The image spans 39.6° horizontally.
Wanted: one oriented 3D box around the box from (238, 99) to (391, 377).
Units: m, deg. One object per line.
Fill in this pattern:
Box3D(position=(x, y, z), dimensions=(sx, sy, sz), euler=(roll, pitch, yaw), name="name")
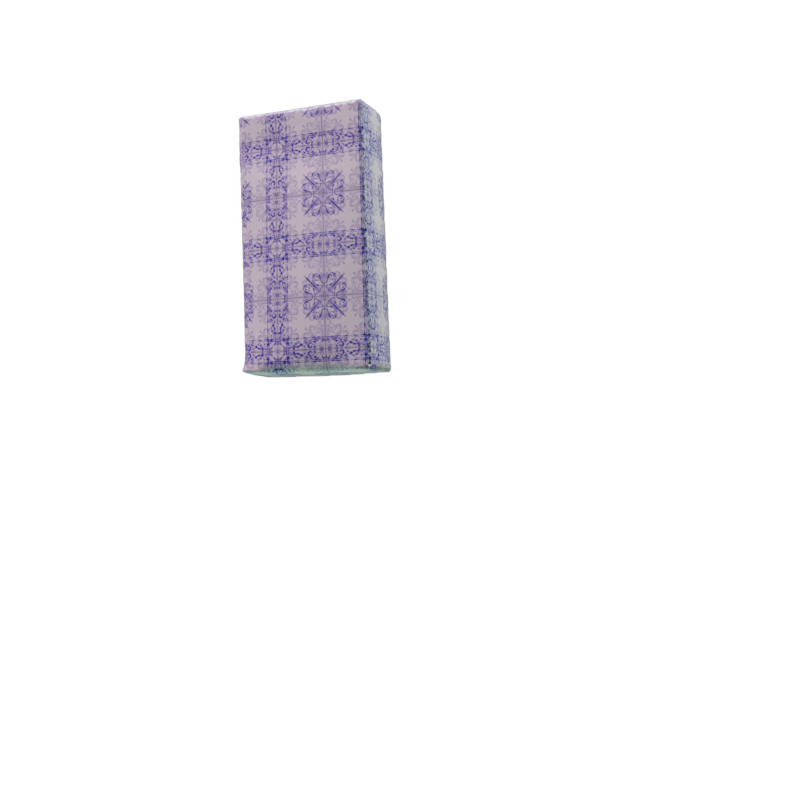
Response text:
Box3D(position=(-0.057, -0.105, 0.738), dimensions=(0.095, 0.181, 0.046), euler=(-4, -11, 22), name="box")
